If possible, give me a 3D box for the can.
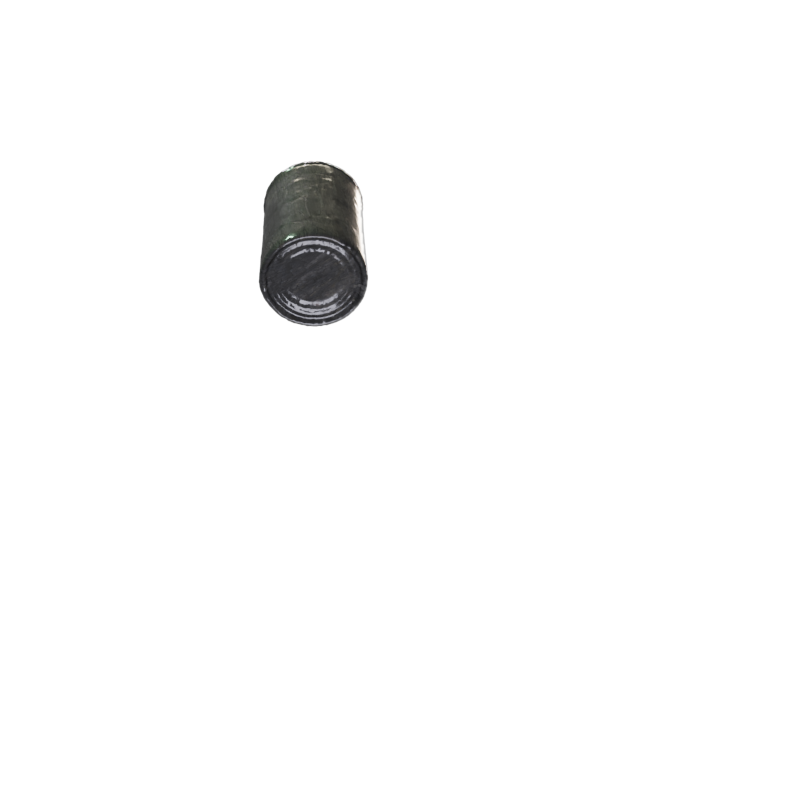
[{"bbox_3d":[-0.056,-0.102,0.714,0.068,0.064,0.109,-1,34,-3],"label":"can"}]
